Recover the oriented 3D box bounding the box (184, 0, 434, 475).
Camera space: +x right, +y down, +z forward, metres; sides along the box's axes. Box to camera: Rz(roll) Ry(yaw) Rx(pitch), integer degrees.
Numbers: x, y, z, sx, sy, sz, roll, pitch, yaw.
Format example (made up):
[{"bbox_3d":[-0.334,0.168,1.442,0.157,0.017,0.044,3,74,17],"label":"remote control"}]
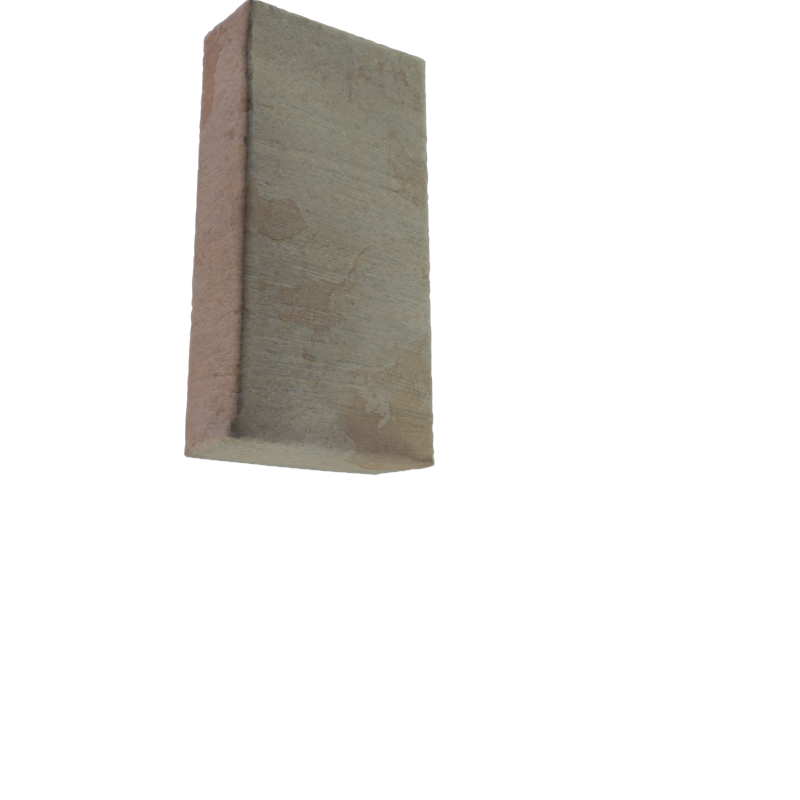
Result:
[{"bbox_3d":[-0.035,-0.064,0.446,0.089,0.184,0.048,11,-23,-34],"label":"box"}]
